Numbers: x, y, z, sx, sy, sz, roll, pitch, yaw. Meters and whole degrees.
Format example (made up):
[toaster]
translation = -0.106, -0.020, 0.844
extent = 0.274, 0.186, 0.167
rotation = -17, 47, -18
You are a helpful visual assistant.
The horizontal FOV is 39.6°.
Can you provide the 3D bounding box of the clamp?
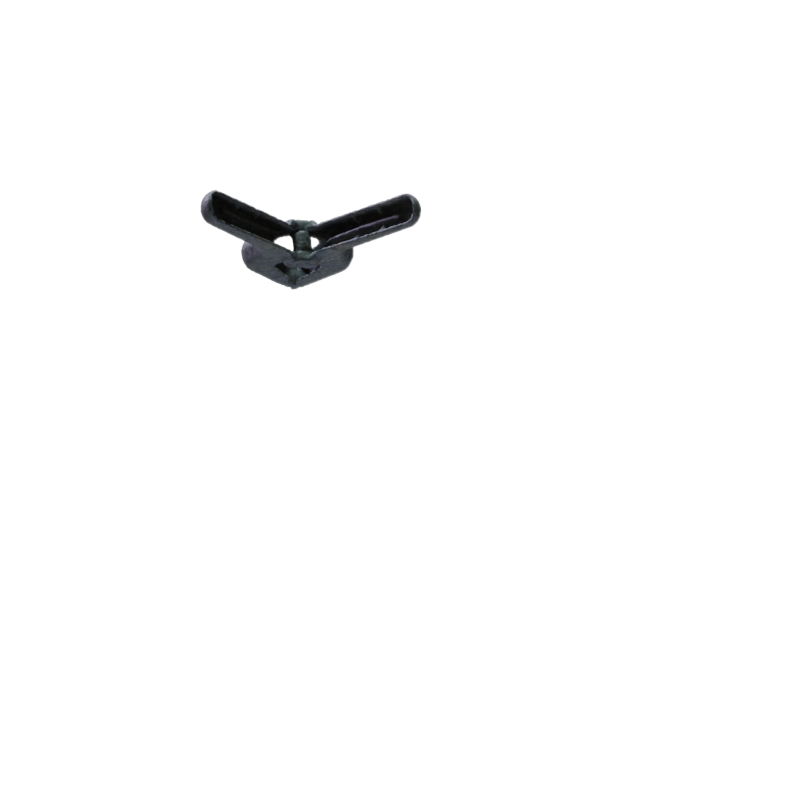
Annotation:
[clamp]
translation = -0.071, -0.130, 0.909
extent = 0.164, 0.038, 0.204
rotation = 0, -9, -2
